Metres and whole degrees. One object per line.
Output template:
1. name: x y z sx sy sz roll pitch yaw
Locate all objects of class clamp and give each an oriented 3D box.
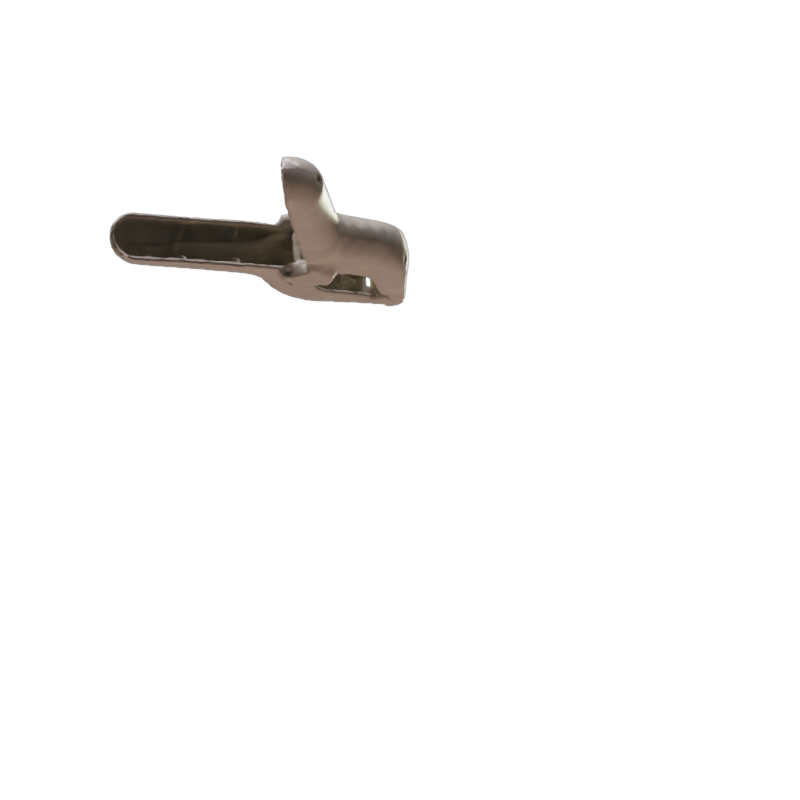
1. clamp: -0.043 -0.079 0.552 0.123 0.040 0.163 -6 -8 44
